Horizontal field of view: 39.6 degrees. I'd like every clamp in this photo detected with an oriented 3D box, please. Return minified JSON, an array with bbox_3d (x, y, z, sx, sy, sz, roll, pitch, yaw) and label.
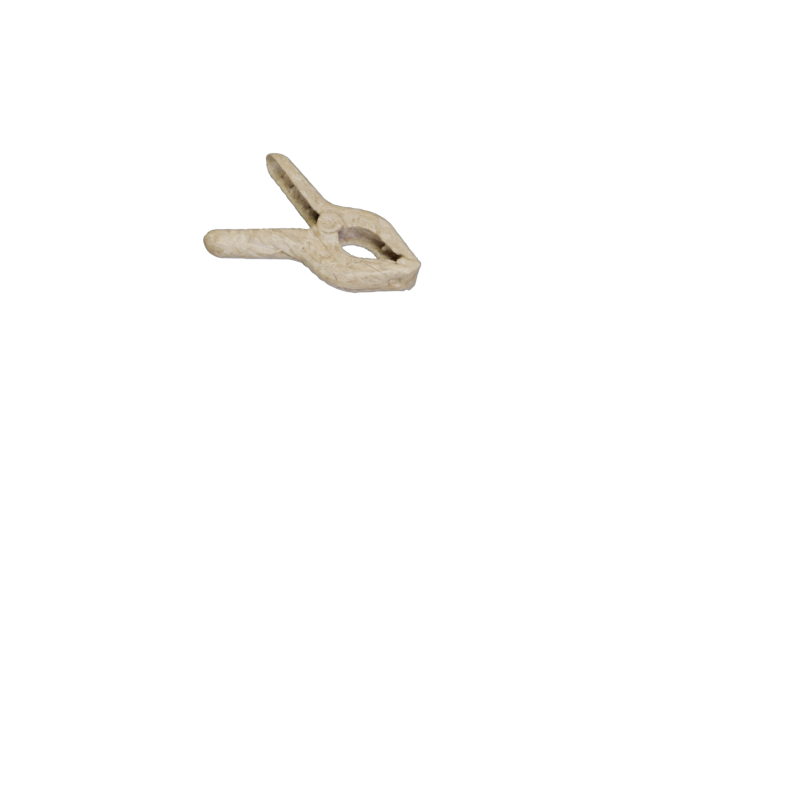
[{"bbox_3d":[-0.070,-0.128,0.898,0.179,0.123,0.037,30,-29,19],"label":"clamp"}]
